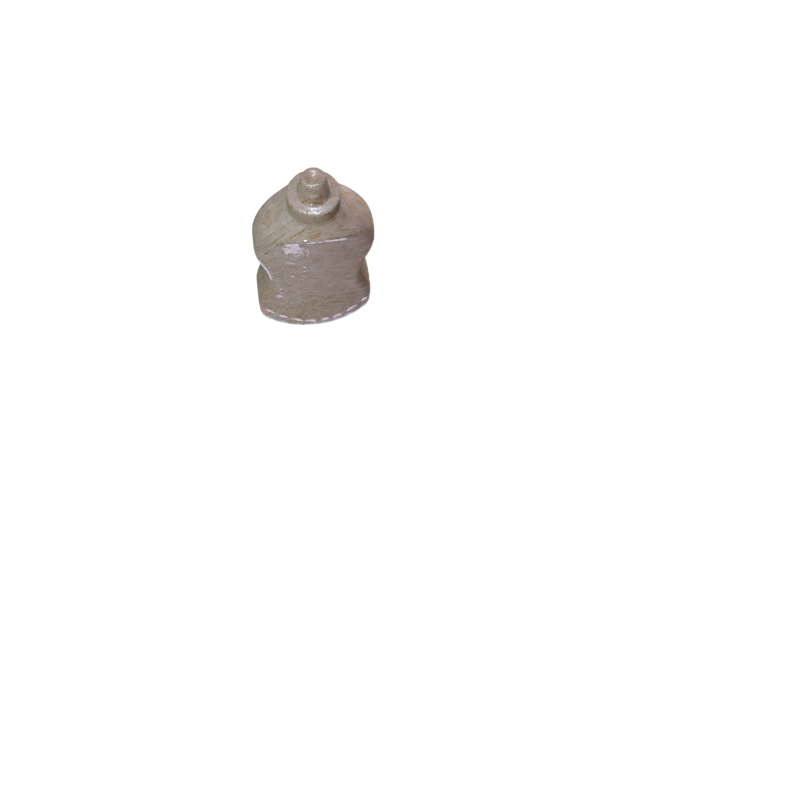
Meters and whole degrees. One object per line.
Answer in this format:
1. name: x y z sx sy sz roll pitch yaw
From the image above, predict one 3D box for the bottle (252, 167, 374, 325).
1. bottle: -0.069 -0.126 0.884 0.095 0.062 0.181 -4 -24 -6
